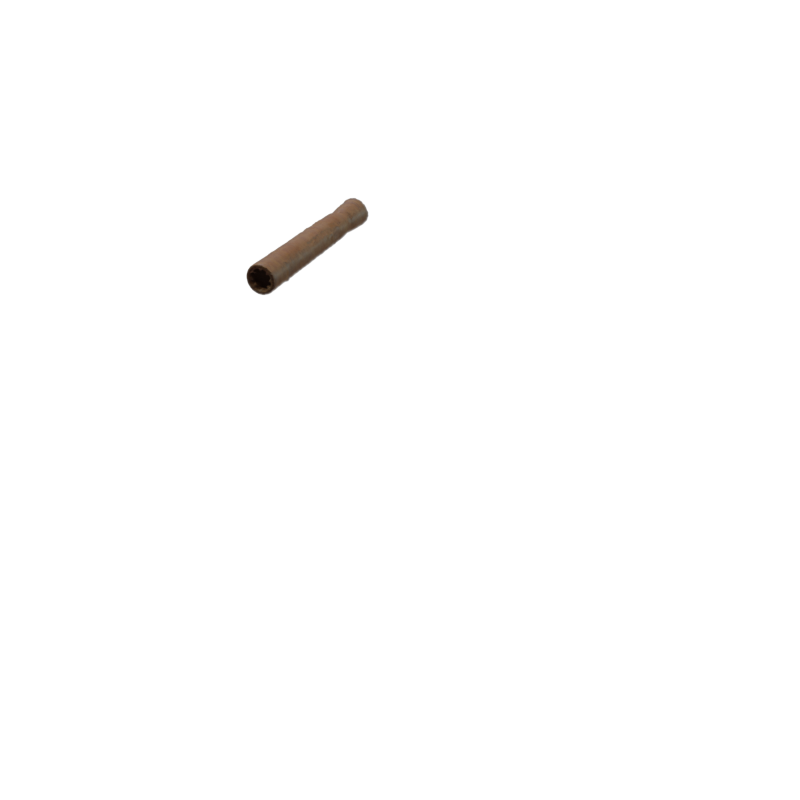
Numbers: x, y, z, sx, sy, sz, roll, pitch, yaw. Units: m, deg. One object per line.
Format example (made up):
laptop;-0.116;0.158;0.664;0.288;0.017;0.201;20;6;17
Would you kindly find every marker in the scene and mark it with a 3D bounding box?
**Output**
marker;-0.052;-0.094;0.662;0.020;0.019;0.123;2;28;28
